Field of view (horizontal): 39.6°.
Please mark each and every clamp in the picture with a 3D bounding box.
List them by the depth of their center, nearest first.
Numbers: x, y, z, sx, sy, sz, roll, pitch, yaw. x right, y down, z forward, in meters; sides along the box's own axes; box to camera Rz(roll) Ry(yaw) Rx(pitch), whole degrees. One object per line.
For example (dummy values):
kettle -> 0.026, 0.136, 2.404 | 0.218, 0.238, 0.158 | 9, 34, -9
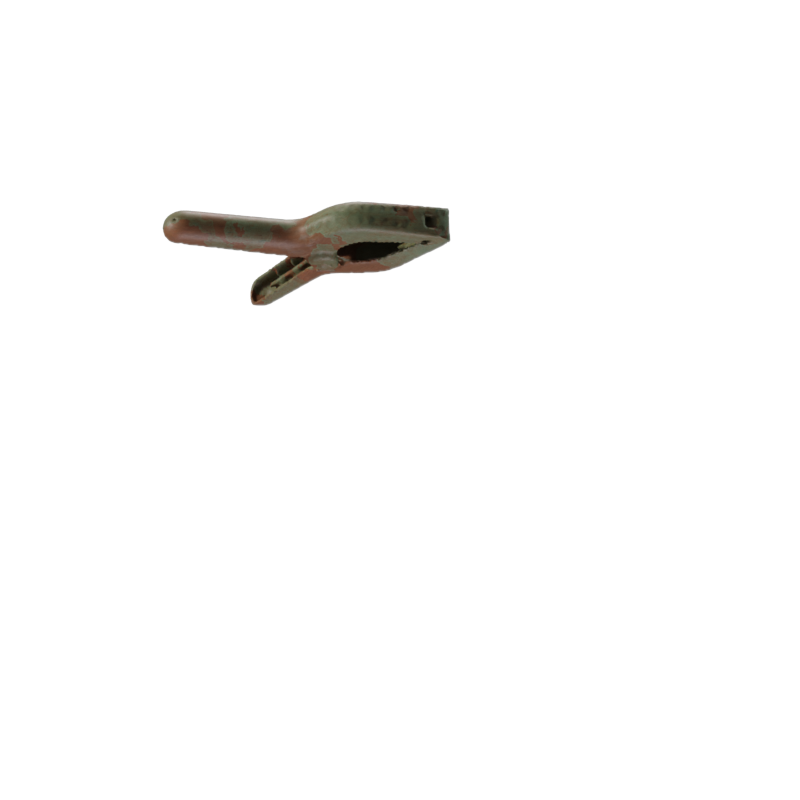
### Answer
clamp -> -0.067, -0.123, 0.860 | 0.214, 0.038, 0.154 | -8, -18, 26
